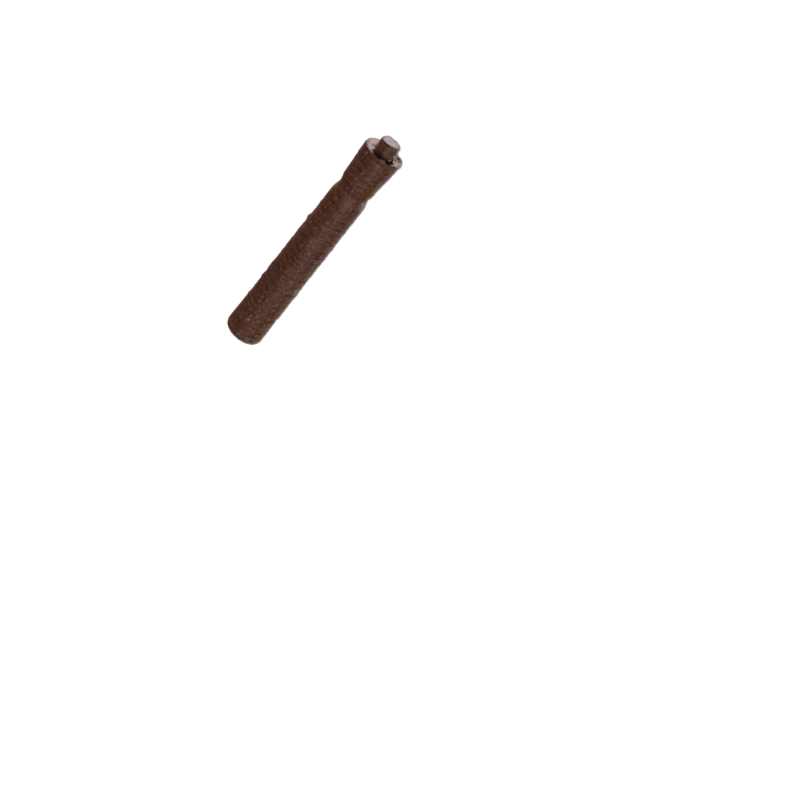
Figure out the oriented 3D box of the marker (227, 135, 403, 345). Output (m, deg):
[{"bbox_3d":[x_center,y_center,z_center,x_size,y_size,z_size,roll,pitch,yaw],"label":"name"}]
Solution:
[{"bbox_3d":[-0.038,-0.070,0.488,0.019,0.021,0.118,-3,-37,-51],"label":"marker"}]
